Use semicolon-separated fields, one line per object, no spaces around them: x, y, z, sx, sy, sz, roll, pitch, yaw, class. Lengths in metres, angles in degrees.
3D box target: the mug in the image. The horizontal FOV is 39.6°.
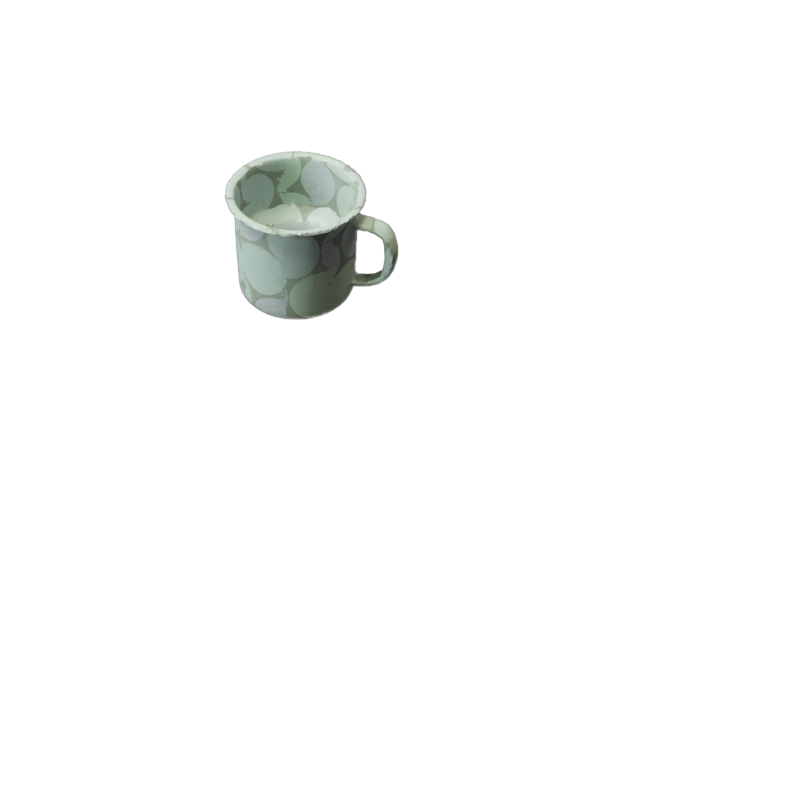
-0.059;-0.107;0.748;0.119;0.076;0.098;11;43;10;mug
